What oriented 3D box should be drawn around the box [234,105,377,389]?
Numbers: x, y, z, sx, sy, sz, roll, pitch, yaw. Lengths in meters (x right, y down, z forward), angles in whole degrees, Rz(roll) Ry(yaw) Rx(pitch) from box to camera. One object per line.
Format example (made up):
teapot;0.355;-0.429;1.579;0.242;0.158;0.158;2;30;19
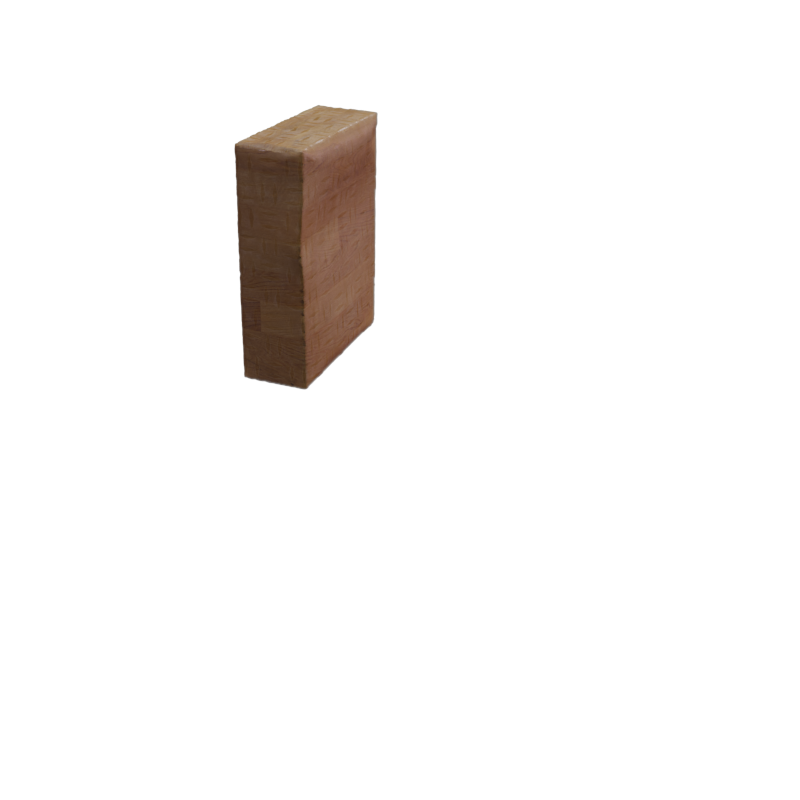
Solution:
box;-0.078;-0.142;0.993;0.074;0.204;0.167;9;24;19
